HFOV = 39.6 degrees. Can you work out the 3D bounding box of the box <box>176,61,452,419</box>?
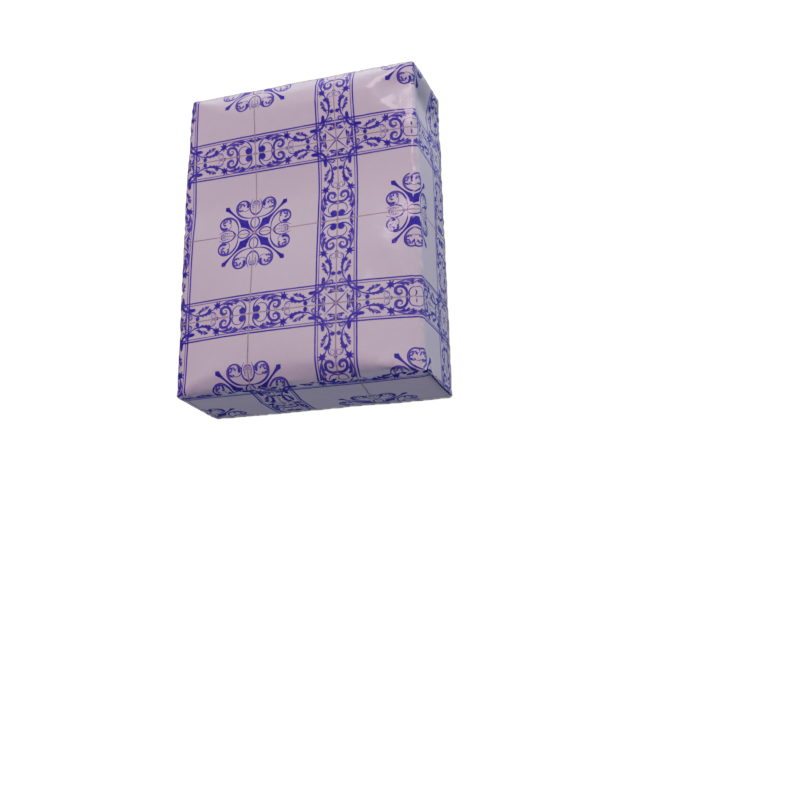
[{"bbox_3d":[-0.057,-0.104,0.727,0.167,0.224,0.067,-7,-21,17],"label":"box"}]
